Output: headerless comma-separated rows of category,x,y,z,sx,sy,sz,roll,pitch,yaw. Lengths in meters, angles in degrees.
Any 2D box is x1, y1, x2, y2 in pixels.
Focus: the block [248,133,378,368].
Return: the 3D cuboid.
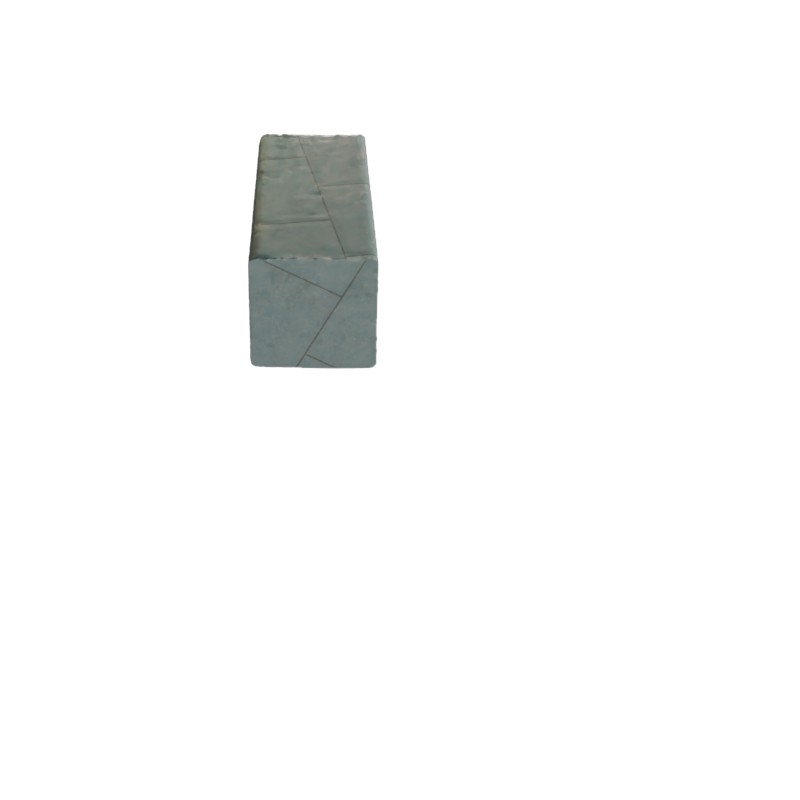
block,-0.067,-0.120,0.845,0.090,0.085,0.220,-1,35,-3
